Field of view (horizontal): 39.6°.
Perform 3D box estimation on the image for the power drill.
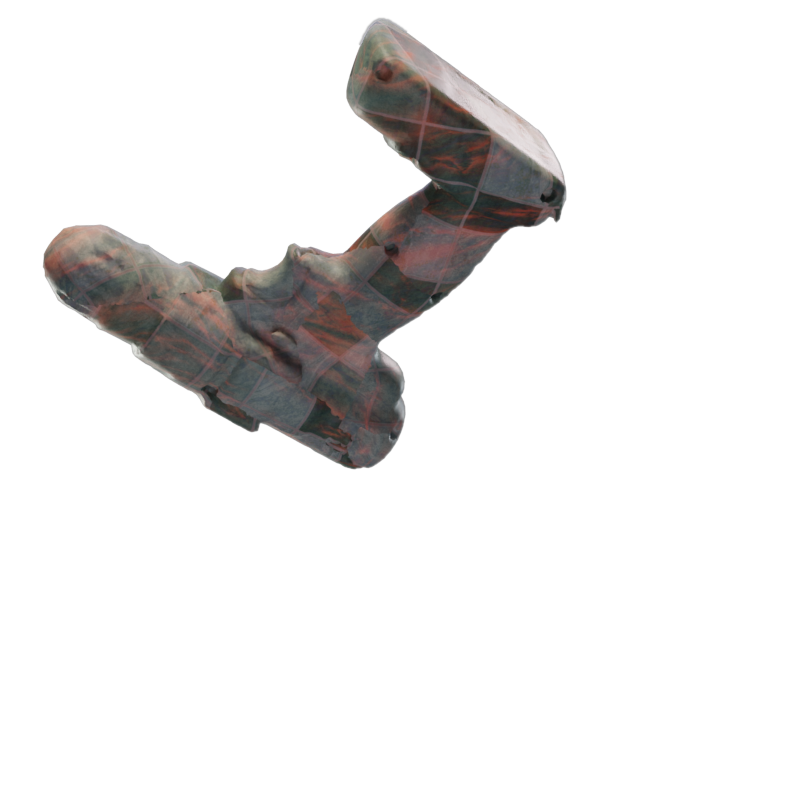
[{"bbox_3d":[-0.038,-0.069,0.480,0.177,0.183,0.061,31,29,-20],"label":"power drill"}]
